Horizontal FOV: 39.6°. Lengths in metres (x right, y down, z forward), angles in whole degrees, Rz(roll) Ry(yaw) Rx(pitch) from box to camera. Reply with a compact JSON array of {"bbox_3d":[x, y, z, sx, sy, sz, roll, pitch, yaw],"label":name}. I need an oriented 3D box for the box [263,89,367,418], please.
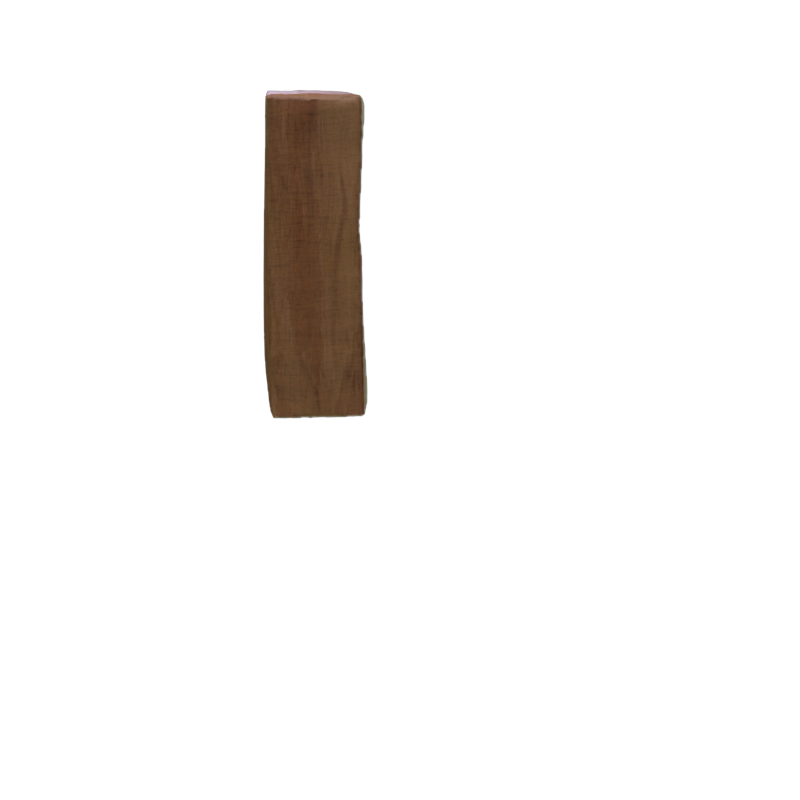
[{"bbox_3d":[-0.062,-0.113,0.793,0.071,0.209,0.170,0,12,-6],"label":"box"}]
